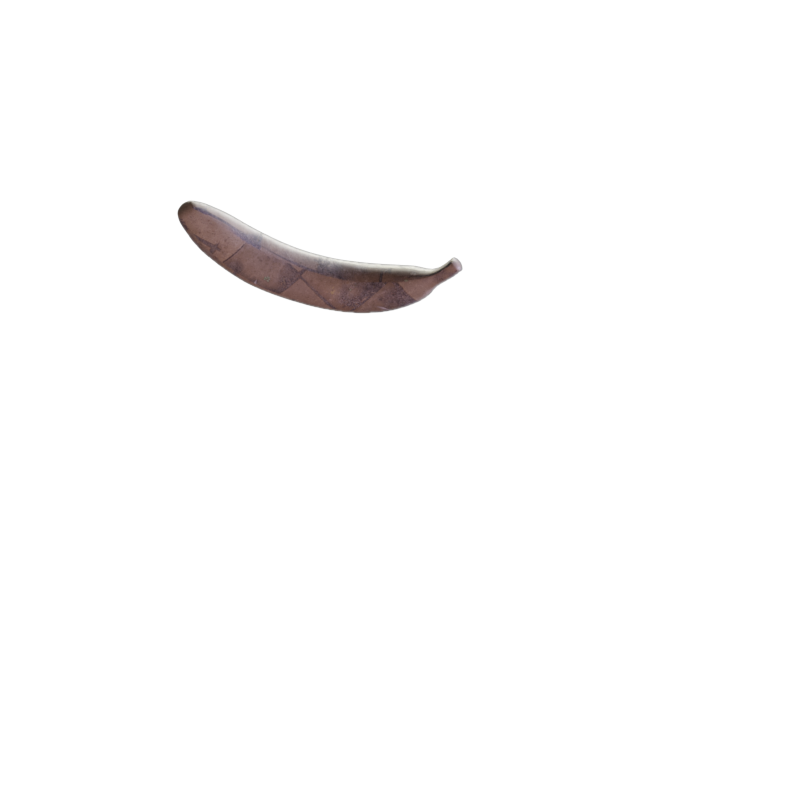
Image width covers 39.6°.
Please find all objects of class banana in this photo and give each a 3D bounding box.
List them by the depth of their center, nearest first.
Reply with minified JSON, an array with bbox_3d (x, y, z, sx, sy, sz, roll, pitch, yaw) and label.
[{"bbox_3d":[-0.061,-0.096,0.776,0.195,0.066,0.039,10,39,-8],"label":"banana"}]
